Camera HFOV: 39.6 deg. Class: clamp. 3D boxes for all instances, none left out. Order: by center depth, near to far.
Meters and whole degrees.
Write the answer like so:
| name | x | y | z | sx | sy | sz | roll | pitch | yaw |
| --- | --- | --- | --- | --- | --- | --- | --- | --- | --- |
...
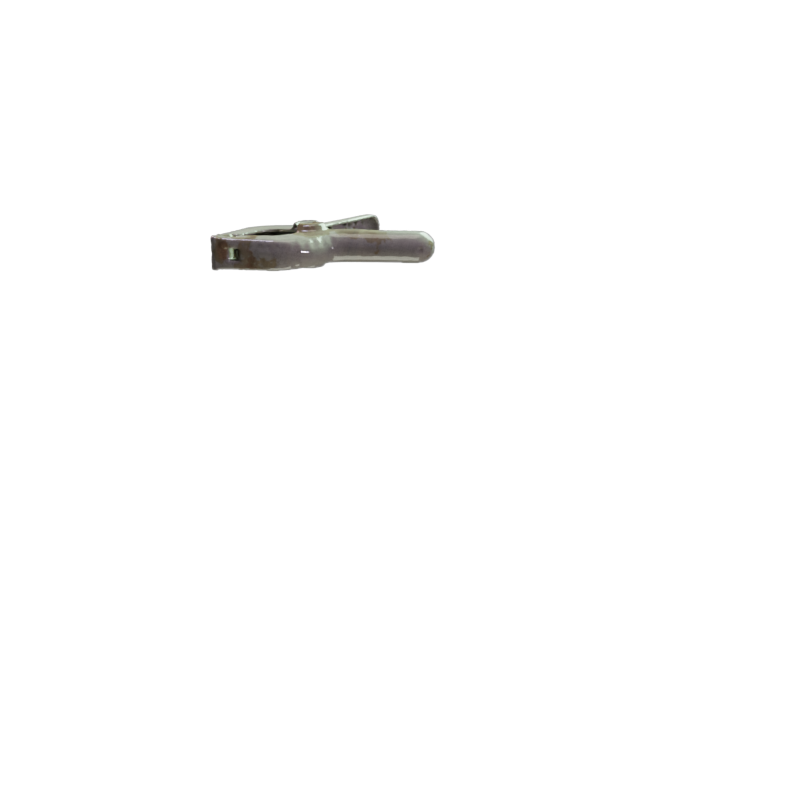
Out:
| name | x | y | z | sx | sy | sz | roll | pitch | yaw |
| --- | --- | --- | --- | --- | --- | --- | --- | --- | --- |
| clamp | -0.070 | -0.127 | 0.892 | 0.169 | 0.038 | 0.124 | -3 | 11 | -13 |
